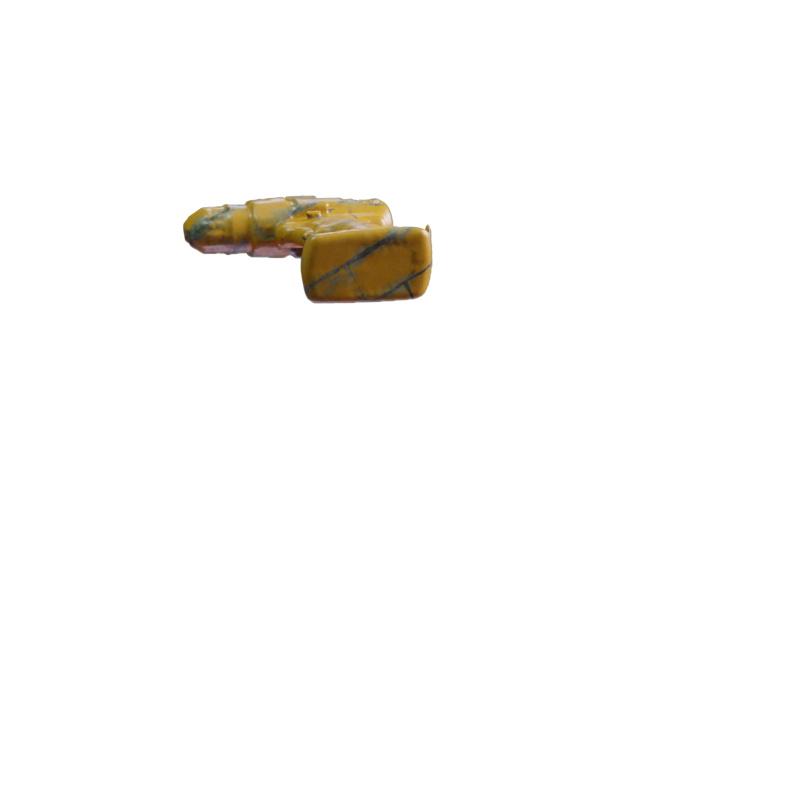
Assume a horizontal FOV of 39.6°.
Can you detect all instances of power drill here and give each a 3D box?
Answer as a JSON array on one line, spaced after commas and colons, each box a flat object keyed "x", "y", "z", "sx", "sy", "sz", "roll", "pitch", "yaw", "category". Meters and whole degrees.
[{"x": -0.070, "y": -0.128, "z": 0.895, "sx": 0.181, "sy": 0.055, "sz": 0.199, "roll": -7, "pitch": 22, "yaw": -19, "category": "power drill"}]
